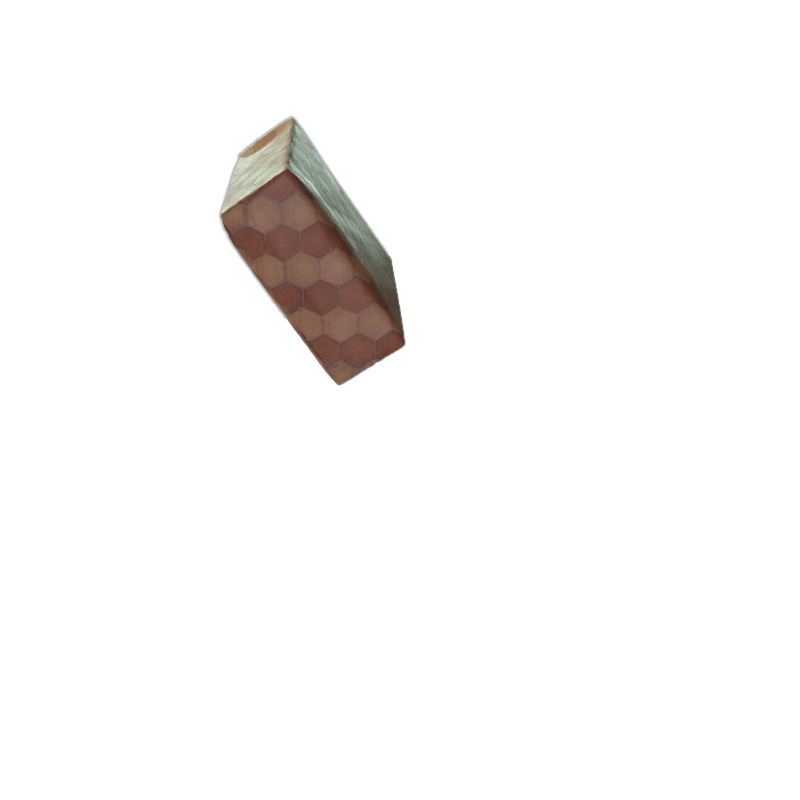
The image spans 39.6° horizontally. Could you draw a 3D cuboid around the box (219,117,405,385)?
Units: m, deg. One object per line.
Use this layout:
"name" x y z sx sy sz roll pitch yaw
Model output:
"box" -0.072 -0.130 0.914 0.072 0.157 0.224 -32 20 10
